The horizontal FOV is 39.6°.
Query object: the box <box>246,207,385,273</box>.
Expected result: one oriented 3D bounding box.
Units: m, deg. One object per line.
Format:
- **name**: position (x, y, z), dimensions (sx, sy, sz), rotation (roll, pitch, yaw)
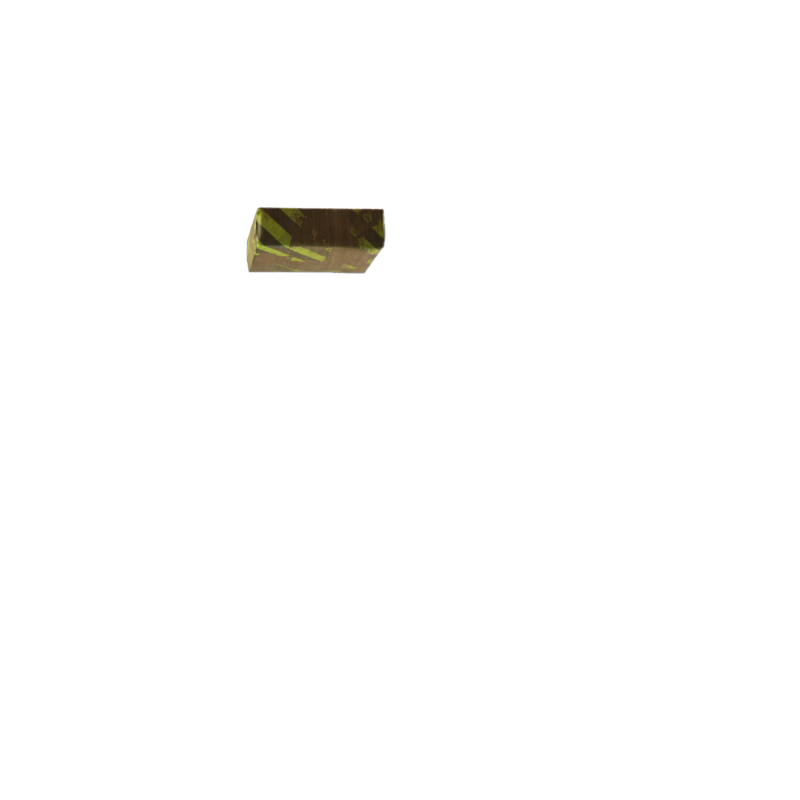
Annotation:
- **box**: position (-0.077, -0.140, 0.980), dimensions (0.112, 0.040, 0.088), rotation (2, -10, -10)
